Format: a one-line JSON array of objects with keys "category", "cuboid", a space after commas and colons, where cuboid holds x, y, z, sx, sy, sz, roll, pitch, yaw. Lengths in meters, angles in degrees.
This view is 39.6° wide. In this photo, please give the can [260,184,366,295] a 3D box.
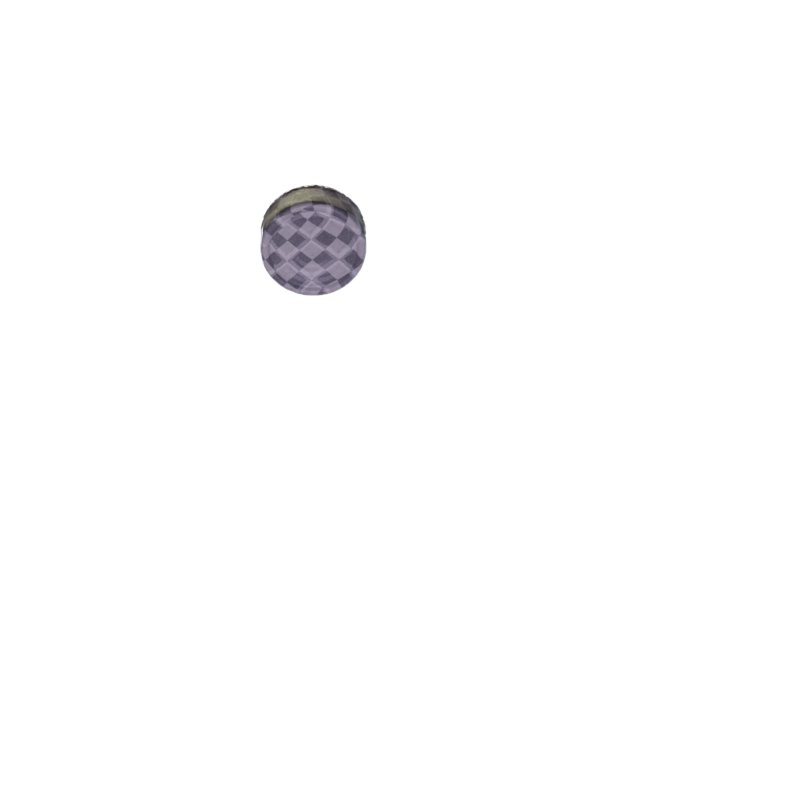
[{"category": "can", "cuboid": [-0.070, -0.127, 0.890, 0.086, 0.081, 0.036, 1, 30, -1]}]
